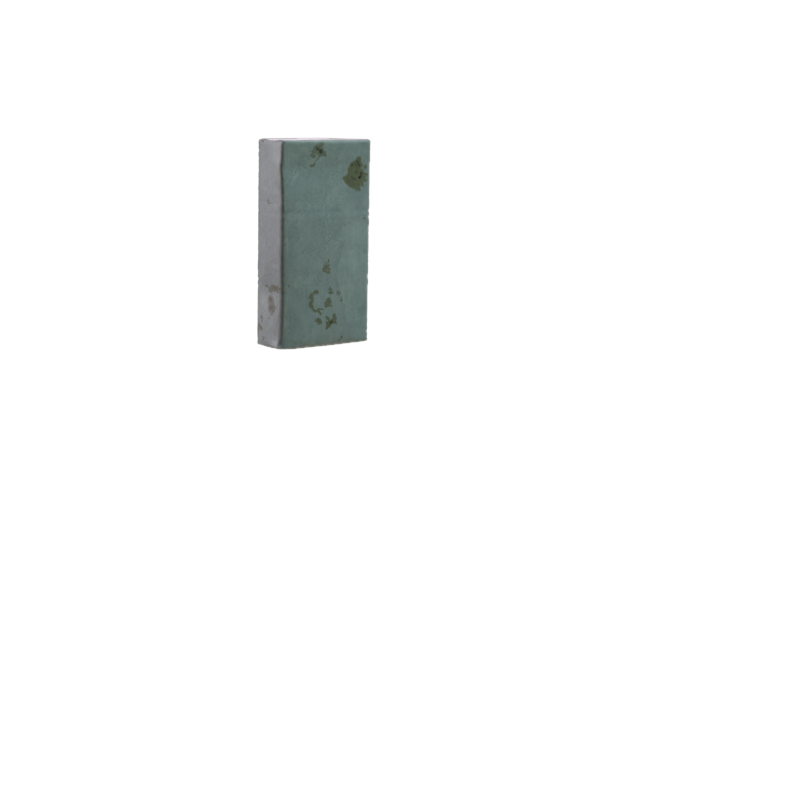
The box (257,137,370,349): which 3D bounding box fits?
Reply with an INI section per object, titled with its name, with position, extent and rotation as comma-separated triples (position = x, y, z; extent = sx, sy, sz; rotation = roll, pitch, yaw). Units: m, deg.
[box]
position = -0.074, -0.135, 0.945
extent = 0.090, 0.174, 0.050
rotation = -4, 7, -37
